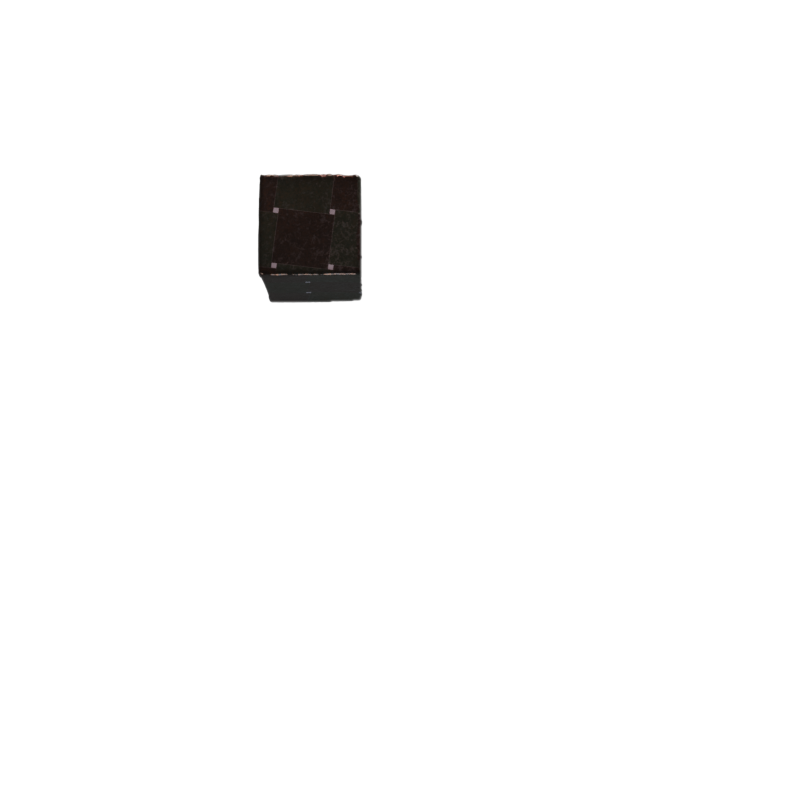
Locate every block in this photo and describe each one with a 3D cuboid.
[{"bbox_3d":[-0.046,-0.083,0.583,0.053,0.053,0.076,0,-8,-1],"label":"block"}]
